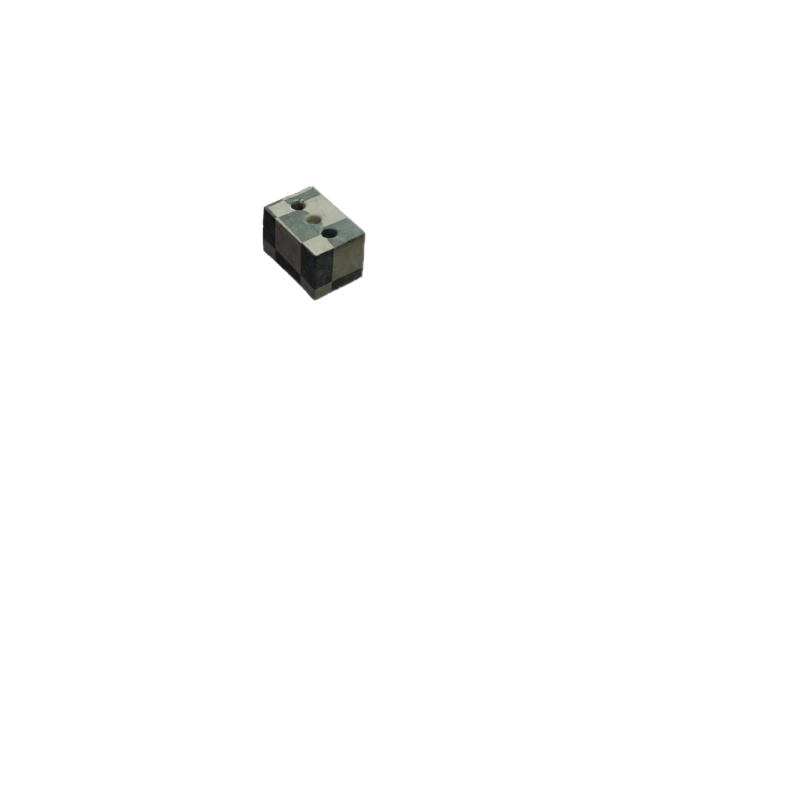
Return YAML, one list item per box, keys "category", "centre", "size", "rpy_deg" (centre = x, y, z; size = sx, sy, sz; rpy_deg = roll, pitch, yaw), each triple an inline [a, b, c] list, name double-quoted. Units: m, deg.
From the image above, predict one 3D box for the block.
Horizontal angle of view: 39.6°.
- category: "block"
  centre: [-0.072, -0.132, 0.921]
  size: [0.053, 0.048, 0.084]
  rpy_deg: [-27, 52, -26]
